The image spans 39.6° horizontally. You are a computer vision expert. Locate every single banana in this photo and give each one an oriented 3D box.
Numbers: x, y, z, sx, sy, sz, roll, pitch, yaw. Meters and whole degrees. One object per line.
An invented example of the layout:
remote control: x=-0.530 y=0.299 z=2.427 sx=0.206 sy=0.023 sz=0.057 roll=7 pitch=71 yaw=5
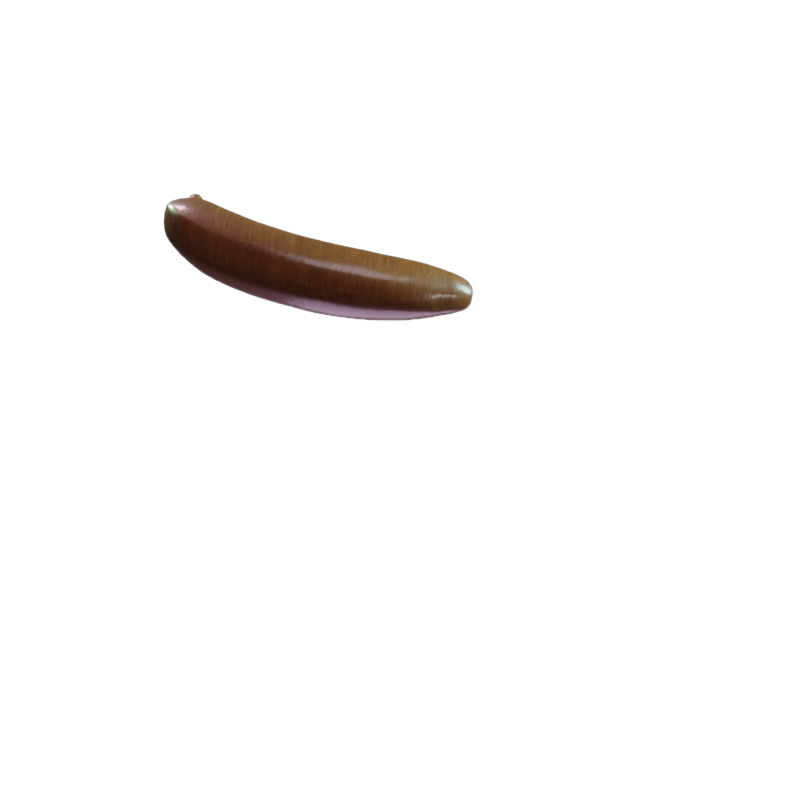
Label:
banana: x=-0.061 y=-0.079 z=0.593 sx=0.209 sy=0.034 sz=0.070 roll=23 pitch=41 yaw=29
